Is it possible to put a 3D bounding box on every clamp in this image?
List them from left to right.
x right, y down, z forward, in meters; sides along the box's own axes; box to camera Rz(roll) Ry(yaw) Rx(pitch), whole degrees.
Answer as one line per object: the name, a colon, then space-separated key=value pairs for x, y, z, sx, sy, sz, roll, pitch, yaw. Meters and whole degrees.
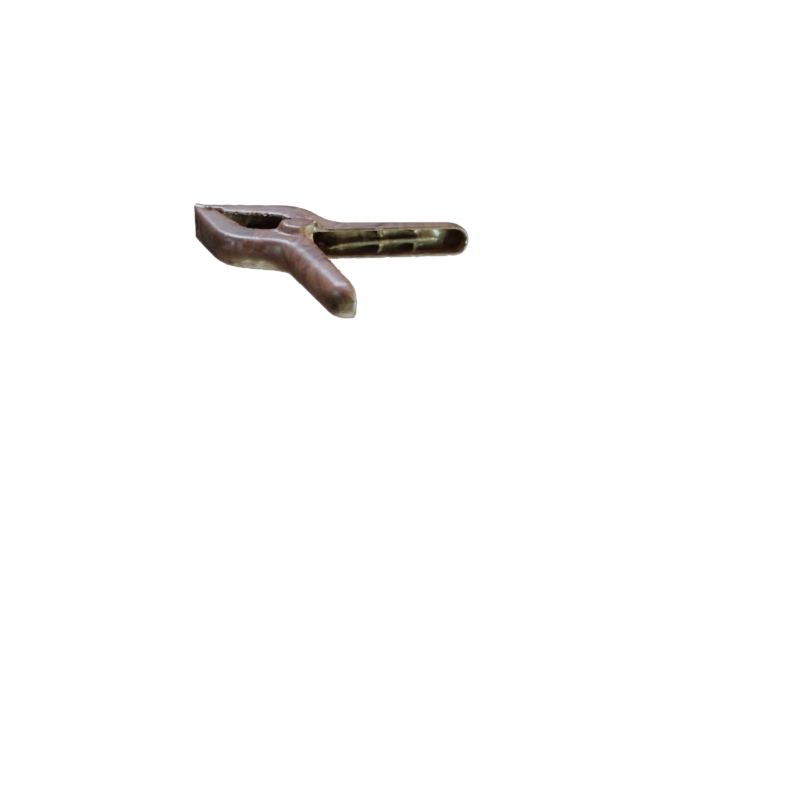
clamp: x=-0.065 y=-0.119 z=0.834 sx=0.222 sy=0.035 sz=0.163 roll=20 pitch=32 yaw=36
